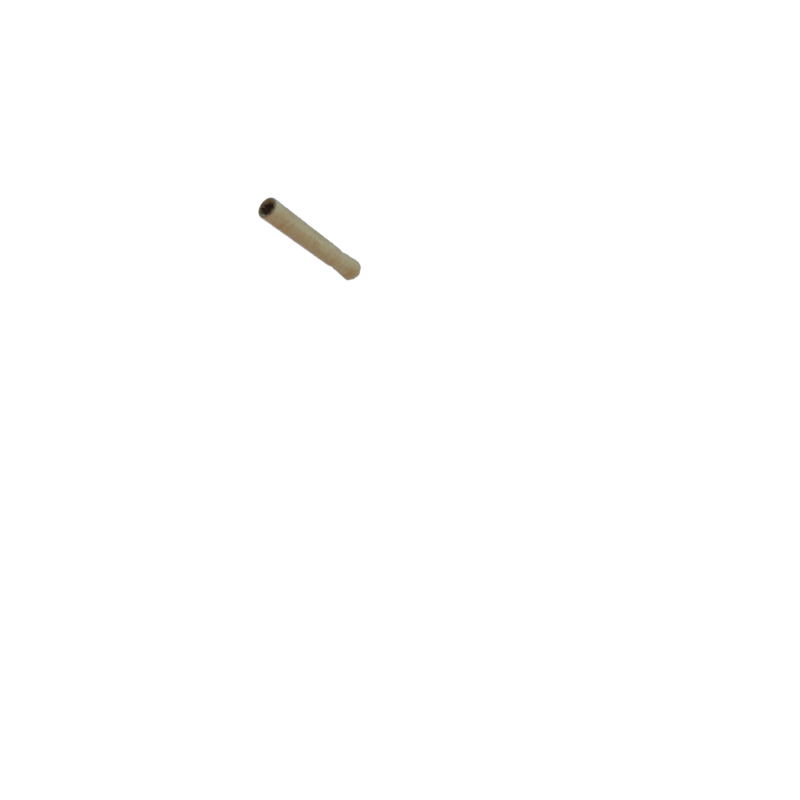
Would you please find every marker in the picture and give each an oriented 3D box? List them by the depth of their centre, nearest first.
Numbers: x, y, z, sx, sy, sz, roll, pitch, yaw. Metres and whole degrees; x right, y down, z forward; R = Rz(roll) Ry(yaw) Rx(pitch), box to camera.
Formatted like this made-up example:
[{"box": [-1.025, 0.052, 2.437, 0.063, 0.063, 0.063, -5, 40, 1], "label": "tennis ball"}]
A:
[{"box": [-0.071, -0.130, 0.911, 0.021, 0.020, 0.112, 3, -20, 41], "label": "marker"}]
